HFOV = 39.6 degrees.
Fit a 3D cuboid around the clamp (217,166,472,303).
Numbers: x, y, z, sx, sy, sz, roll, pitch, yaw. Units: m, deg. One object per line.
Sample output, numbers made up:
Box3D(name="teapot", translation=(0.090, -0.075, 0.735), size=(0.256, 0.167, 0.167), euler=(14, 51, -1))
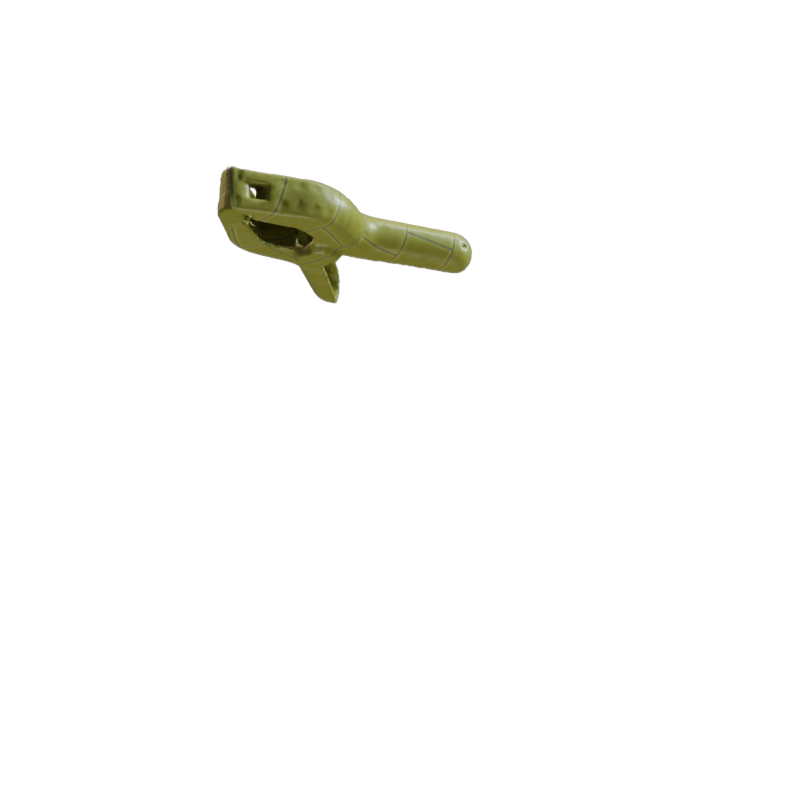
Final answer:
Box3D(name="clamp", translation=(-0.053, -0.097, 0.682), size=(0.162, 0.041, 0.120), euler=(19, -29, -38))
